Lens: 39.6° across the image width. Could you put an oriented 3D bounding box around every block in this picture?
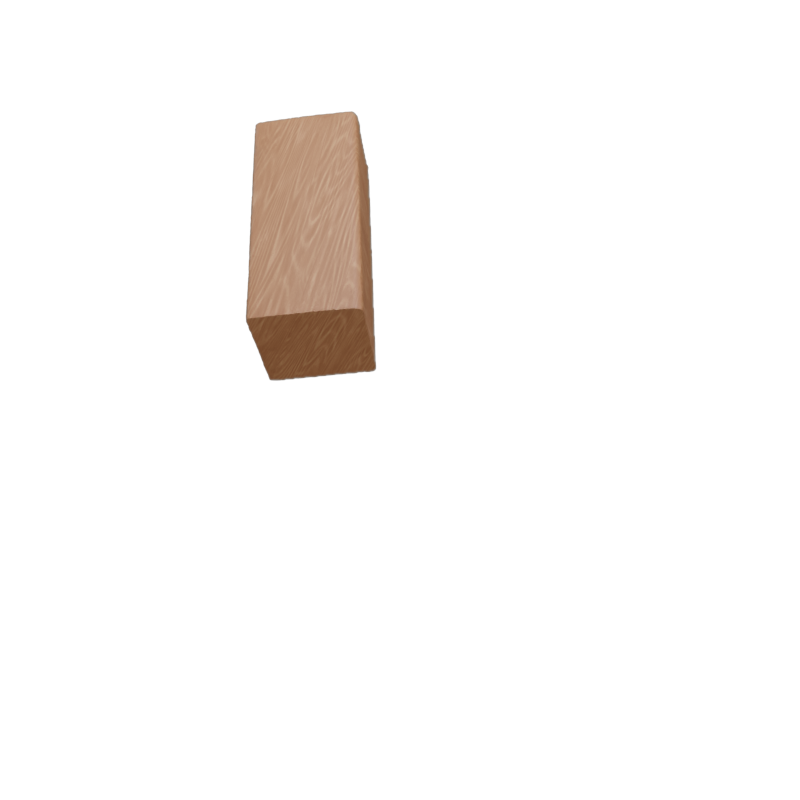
[{"bbox_3d":[-0.071,-0.131,0.917,0.091,0.221,0.084,-6,-36,5],"label":"block"}]
